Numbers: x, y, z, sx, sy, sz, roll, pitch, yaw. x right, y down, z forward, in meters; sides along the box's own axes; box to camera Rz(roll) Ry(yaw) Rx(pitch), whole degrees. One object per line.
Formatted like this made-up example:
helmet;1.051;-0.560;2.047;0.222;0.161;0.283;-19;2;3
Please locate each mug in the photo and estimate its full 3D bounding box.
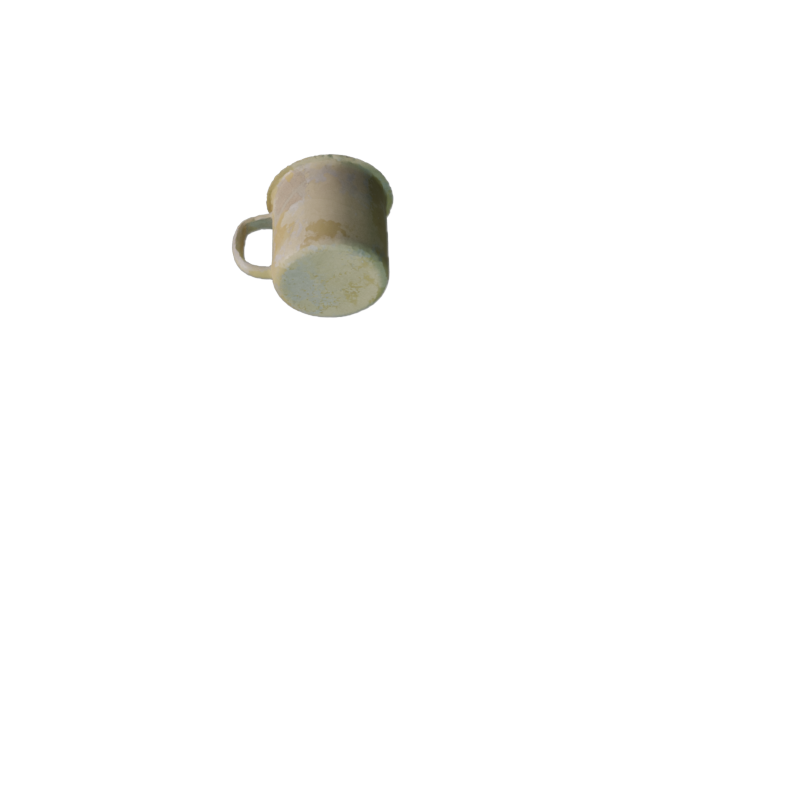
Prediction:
mug;-0.062;-0.112;0.786;0.117;0.087;0.086;-3;-38;3
